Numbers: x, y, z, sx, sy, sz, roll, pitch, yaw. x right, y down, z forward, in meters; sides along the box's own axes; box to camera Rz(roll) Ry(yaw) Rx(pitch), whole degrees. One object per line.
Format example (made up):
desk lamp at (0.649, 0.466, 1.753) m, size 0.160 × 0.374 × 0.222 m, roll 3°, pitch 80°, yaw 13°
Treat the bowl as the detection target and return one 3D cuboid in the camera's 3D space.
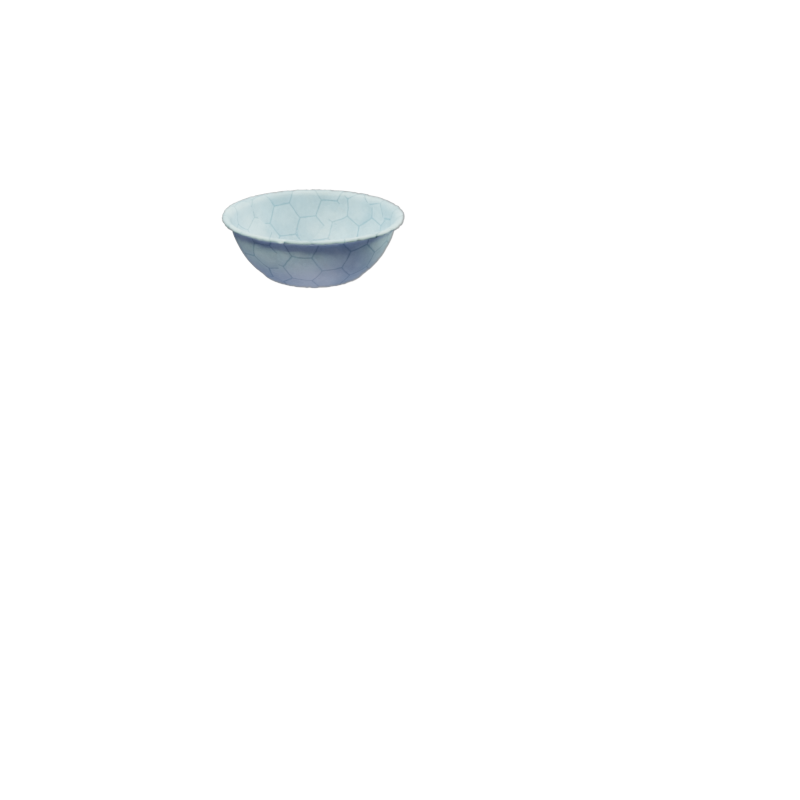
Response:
bowl at (-0.077, -0.141, 0.988) m, size 0.162 × 0.052 × 0.171 m, roll -1°, pitch 25°, yaw -2°
